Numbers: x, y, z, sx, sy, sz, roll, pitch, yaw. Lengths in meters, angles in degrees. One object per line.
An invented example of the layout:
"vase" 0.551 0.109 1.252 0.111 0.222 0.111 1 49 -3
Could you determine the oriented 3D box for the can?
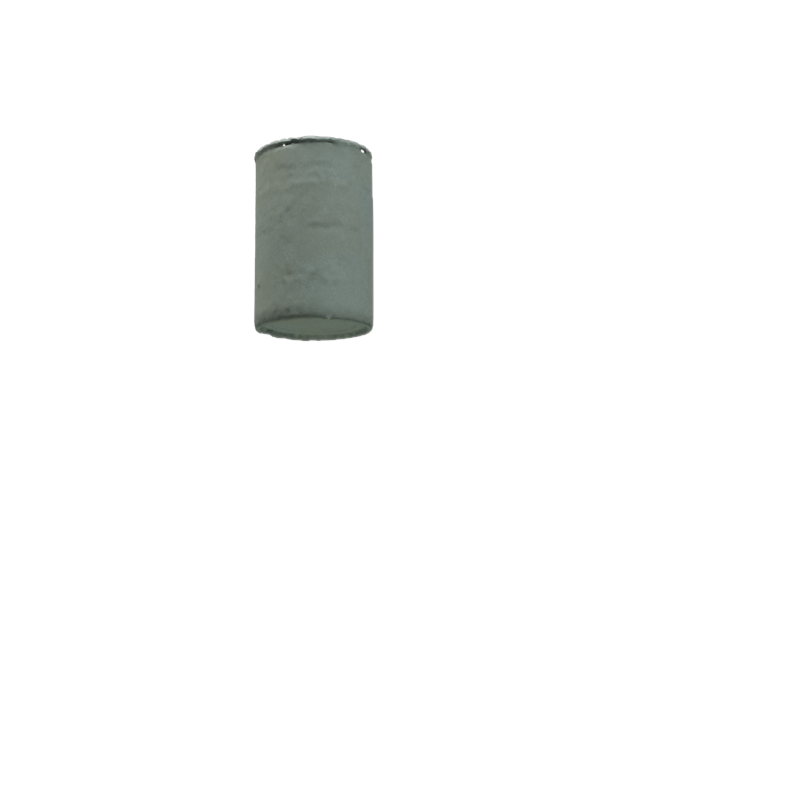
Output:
"can" -0.049 -0.089 0.624 0.068 0.106 0.066 0 -13 -2
